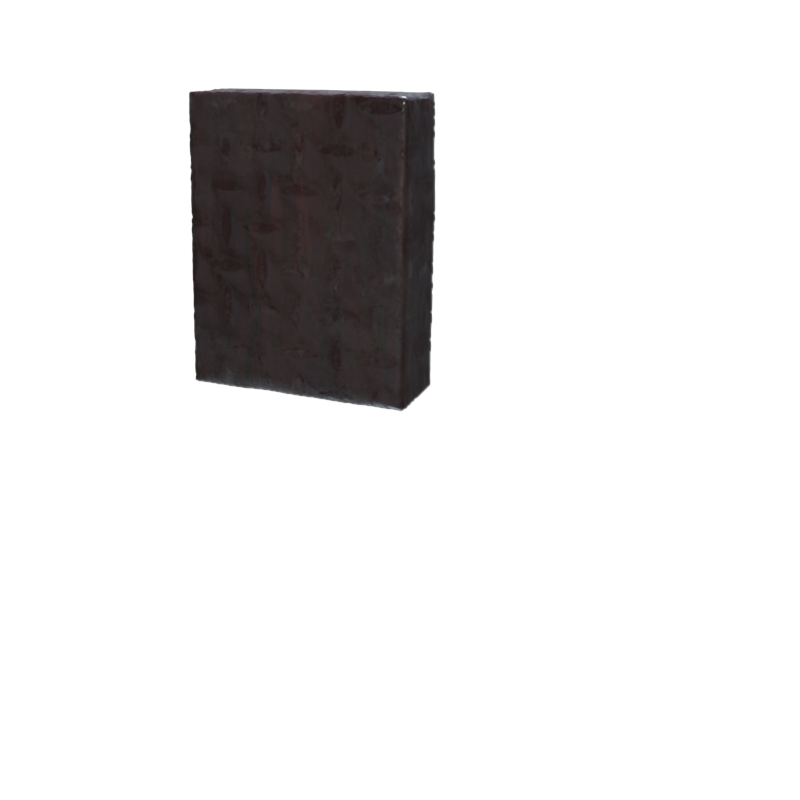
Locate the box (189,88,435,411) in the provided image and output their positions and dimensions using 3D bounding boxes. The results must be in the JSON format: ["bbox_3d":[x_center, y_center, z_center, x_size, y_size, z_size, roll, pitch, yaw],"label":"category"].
[{"bbox_3d":[-0.062,-0.112,0.787,0.170,0.208,0.071,6,13,22],"label":"box"}]
